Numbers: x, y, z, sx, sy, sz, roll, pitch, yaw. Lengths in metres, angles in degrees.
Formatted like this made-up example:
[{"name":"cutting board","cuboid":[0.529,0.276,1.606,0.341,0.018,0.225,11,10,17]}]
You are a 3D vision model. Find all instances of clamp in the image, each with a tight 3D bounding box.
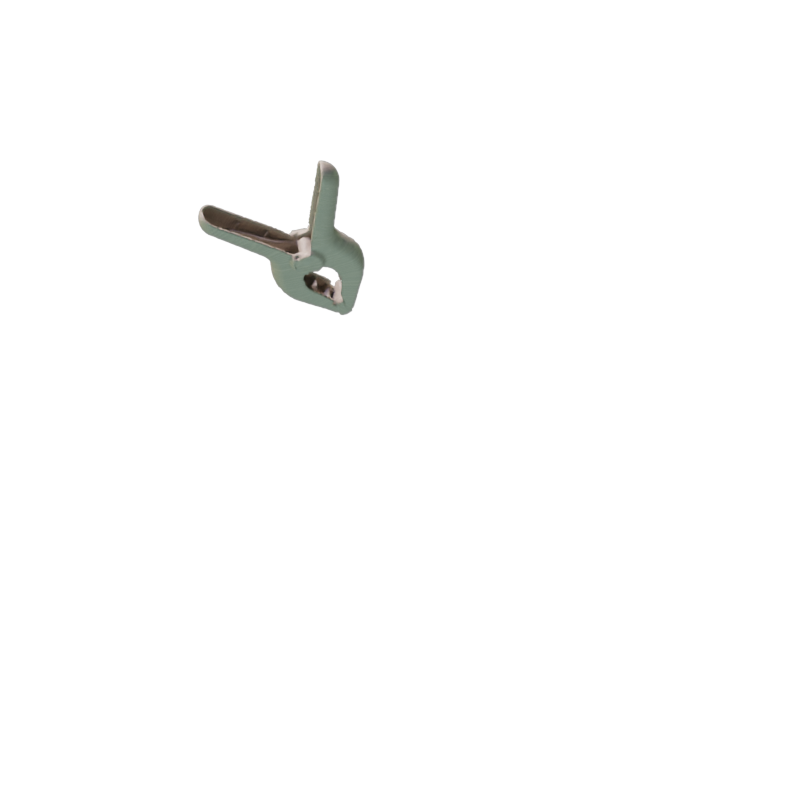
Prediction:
[{"name":"clamp","cuboid":[-0.072,-0.131,0.920,0.121,0.042,0.159,-18,-35,27]}]
